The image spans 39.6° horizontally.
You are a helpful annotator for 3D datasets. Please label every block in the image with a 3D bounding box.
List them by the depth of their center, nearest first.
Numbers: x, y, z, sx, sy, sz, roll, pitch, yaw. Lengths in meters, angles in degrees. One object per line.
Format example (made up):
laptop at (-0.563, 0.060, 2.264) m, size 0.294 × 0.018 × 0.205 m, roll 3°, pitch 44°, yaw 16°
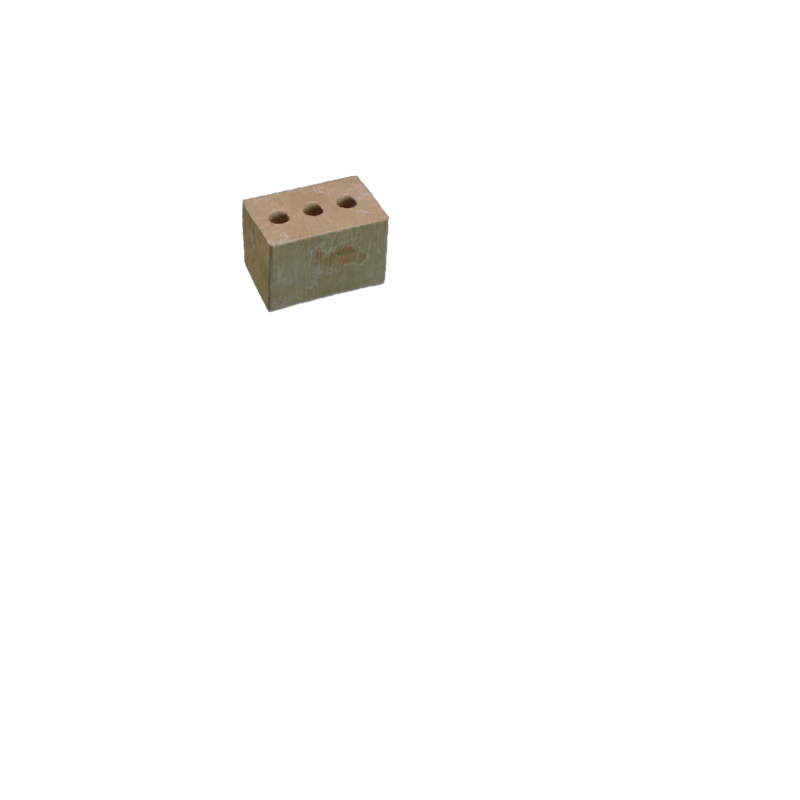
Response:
block at (-0.053, -0.097, 0.679) m, size 0.077 × 0.048 × 0.057 m, roll -16°, pitch 45°, yaw -18°
